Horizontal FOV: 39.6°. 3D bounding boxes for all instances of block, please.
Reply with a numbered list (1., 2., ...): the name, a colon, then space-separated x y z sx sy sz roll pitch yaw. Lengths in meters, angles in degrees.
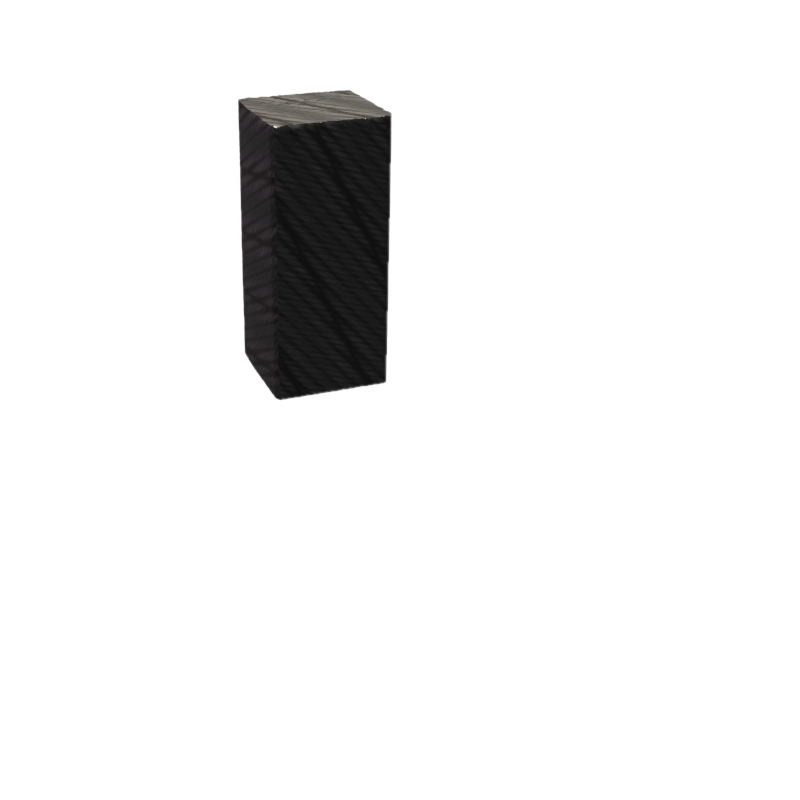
1. block: -0.064 -0.117 0.822 0.089 0.197 0.096 -7 24 -20
